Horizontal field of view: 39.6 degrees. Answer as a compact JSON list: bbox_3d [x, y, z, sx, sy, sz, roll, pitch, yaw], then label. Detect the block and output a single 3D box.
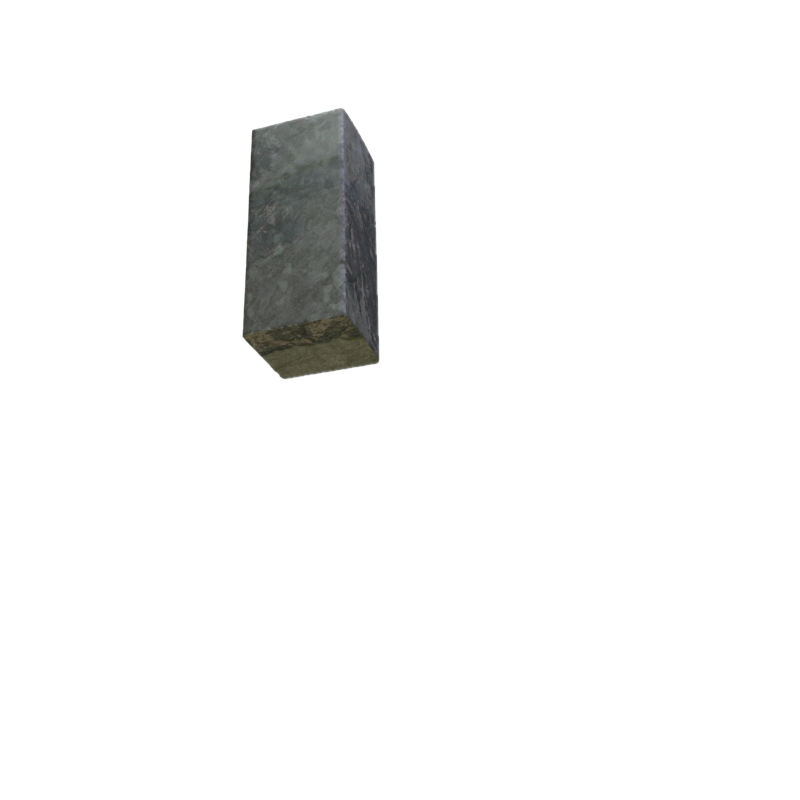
[{"bbox_3d":[-0.074,-0.135,0.950,0.092,0.220,0.083,-11,-31,16],"label":"block"}]
